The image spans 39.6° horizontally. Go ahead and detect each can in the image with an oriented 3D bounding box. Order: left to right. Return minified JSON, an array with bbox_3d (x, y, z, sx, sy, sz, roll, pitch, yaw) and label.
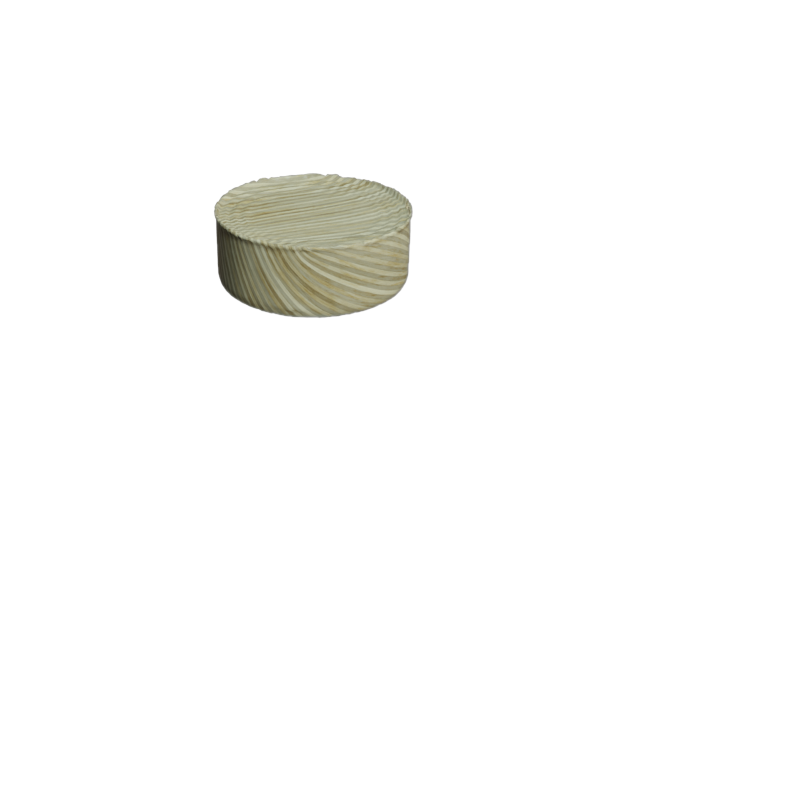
[{"bbox_3d":[-0.038,-0.069,0.485,0.086,0.032,0.091,-1,29,-2],"label":"can"}]
